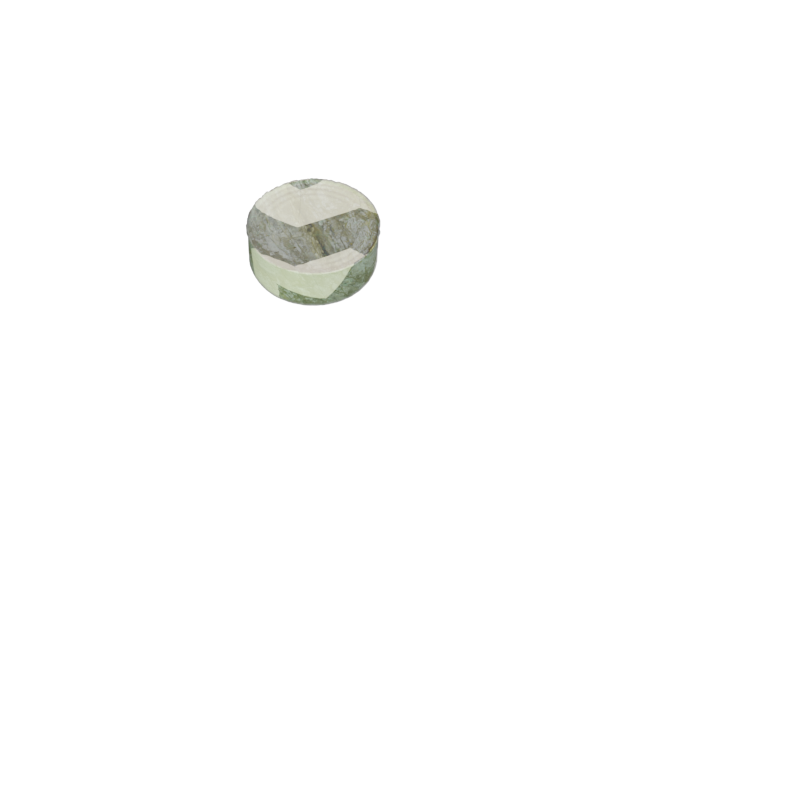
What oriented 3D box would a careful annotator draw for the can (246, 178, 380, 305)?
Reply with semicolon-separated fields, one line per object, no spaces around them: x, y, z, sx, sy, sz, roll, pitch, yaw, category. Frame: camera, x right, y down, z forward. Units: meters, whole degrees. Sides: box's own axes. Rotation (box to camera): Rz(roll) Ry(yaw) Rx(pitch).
-0.056;-0.103;0.719;0.086;0.092;0.031;-1;-40;-1;can
